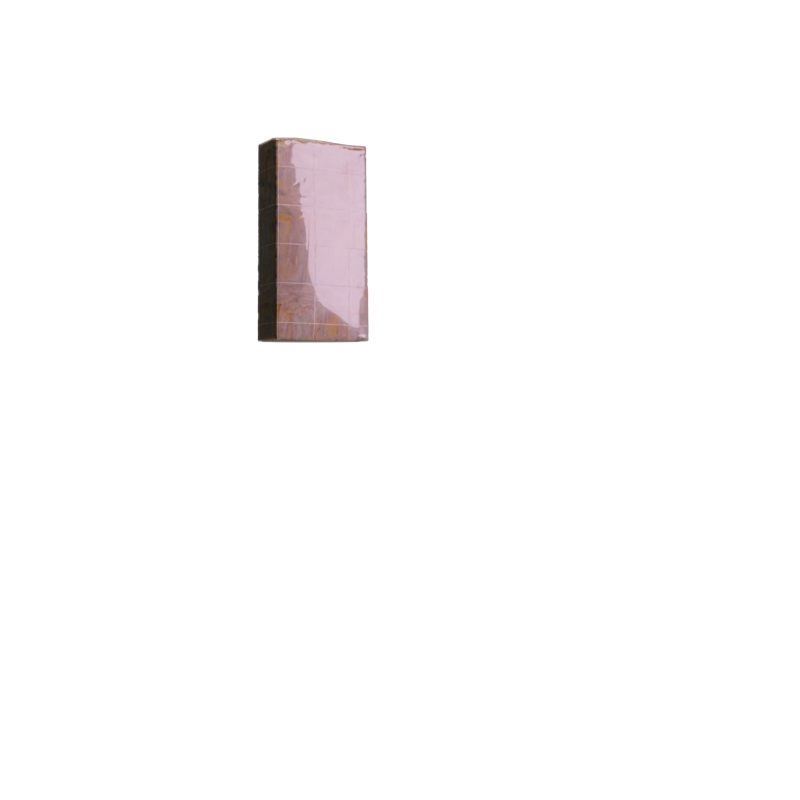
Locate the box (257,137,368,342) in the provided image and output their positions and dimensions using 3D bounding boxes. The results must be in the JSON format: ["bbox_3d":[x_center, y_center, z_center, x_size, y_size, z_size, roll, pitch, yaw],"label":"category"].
[{"bbox_3d":[-0.076,-0.139,0.974,0.090,0.179,0.049,2,-6,-28],"label":"box"}]
